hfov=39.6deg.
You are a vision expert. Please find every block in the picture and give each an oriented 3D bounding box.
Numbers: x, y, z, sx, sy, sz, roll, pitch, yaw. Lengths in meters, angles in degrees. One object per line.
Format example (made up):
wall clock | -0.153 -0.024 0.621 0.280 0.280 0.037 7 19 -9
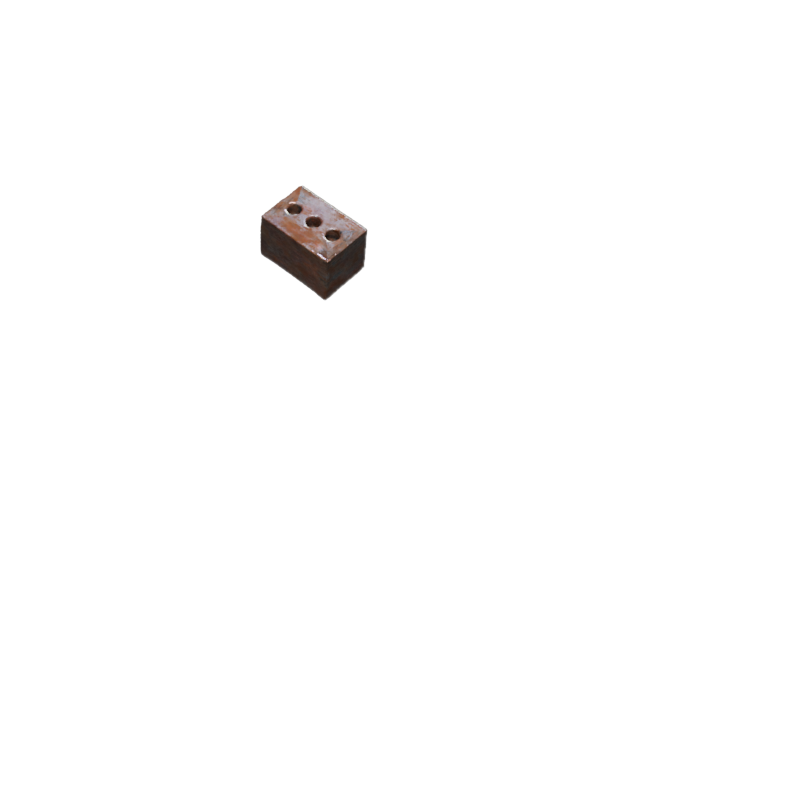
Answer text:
block | -0.073 -0.134 0.938 0.082 0.048 0.053 36 59 24
